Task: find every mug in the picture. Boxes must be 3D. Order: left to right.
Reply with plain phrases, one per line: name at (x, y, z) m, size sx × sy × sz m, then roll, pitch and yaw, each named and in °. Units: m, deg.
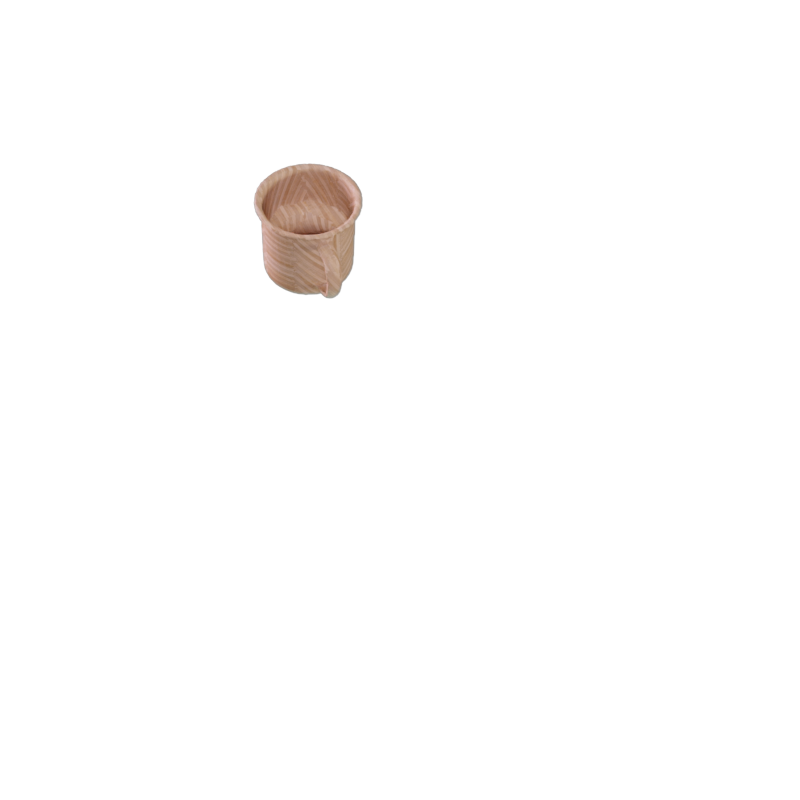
mug at (-0.076, -0.138, 0.965) m, size 0.092 × 0.127 × 0.076 m, roll -17°, pitch -38°, yaw -16°
